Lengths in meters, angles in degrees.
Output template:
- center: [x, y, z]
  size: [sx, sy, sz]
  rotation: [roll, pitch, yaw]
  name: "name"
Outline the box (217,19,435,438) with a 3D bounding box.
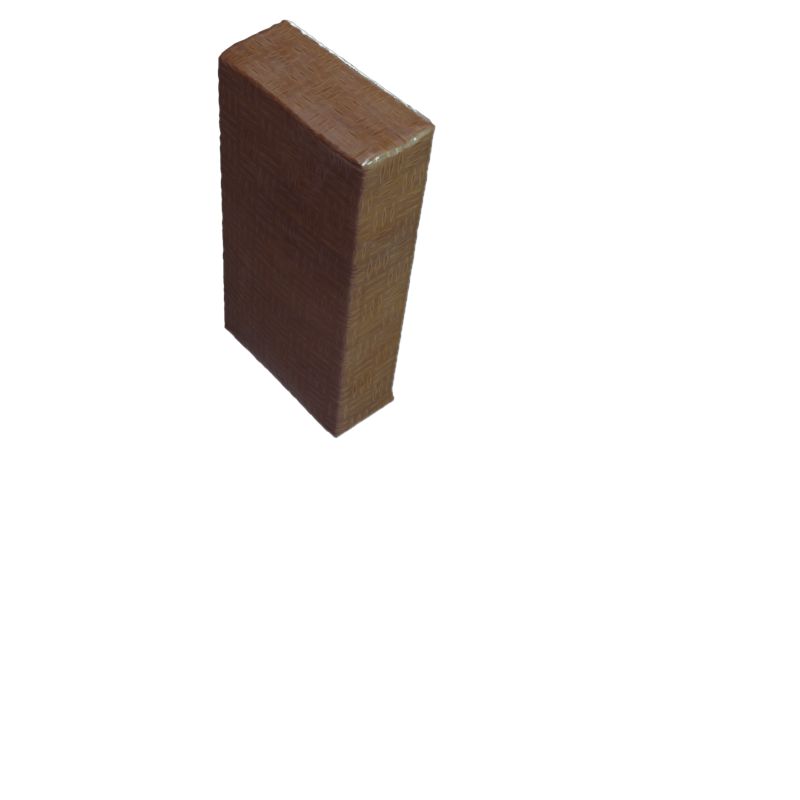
- center: [-0.039, -0.071, 0.497]
  size: [0.048, 0.164, 0.100]
  rotation: [-33, 60, -26]
  name: "box"
